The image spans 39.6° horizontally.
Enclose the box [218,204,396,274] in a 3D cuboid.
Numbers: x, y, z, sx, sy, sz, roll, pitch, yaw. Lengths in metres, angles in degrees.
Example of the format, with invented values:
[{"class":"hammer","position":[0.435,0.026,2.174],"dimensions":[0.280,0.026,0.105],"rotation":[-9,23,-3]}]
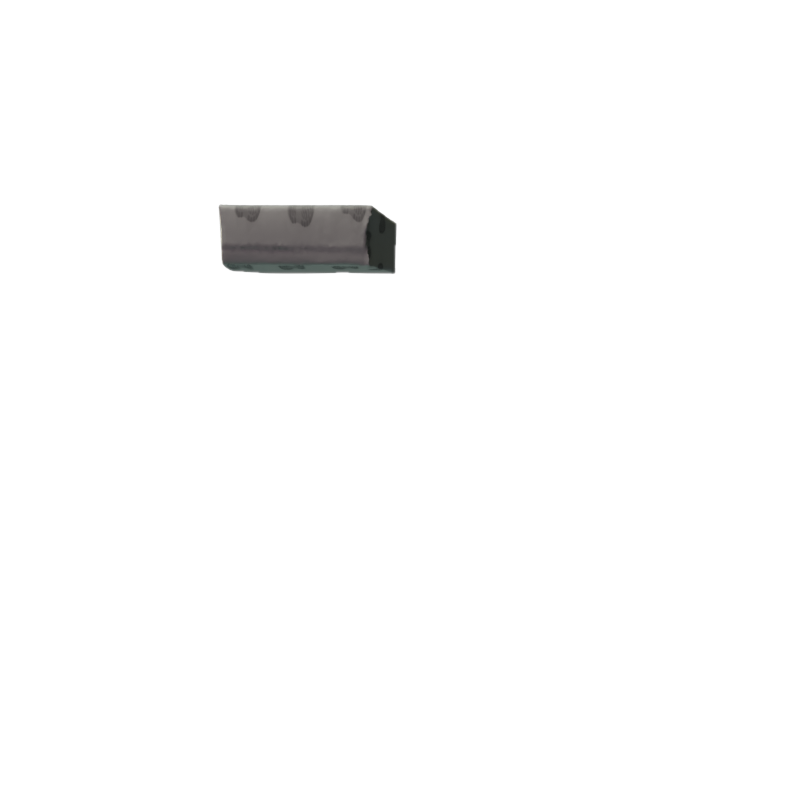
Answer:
[{"class":"box","position":[-0.053,-0.096,0.673],"dimensions":[0.091,0.039,0.112],"rotation":[1,5,8]}]
